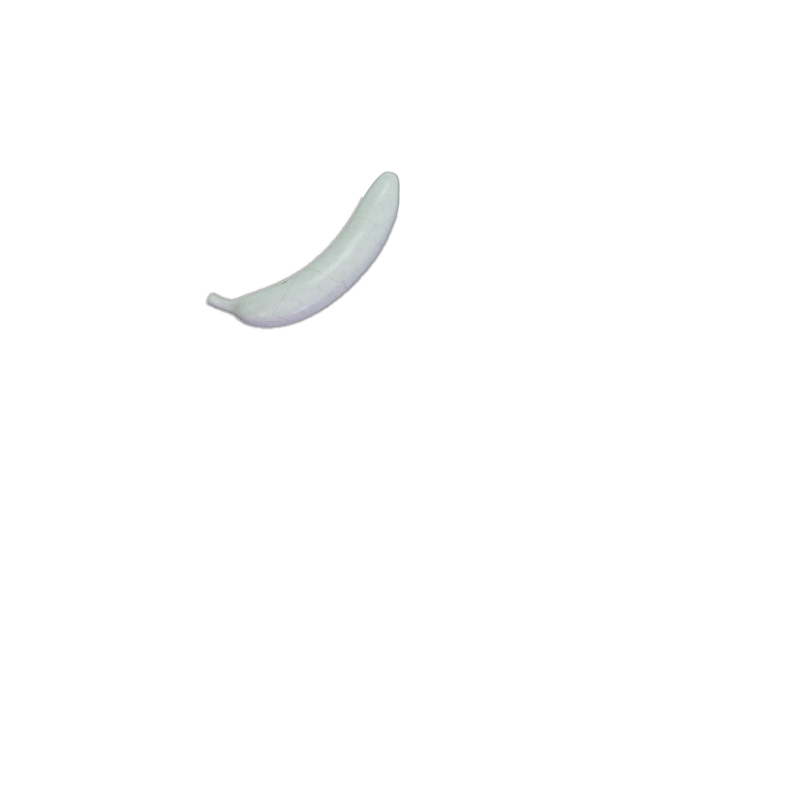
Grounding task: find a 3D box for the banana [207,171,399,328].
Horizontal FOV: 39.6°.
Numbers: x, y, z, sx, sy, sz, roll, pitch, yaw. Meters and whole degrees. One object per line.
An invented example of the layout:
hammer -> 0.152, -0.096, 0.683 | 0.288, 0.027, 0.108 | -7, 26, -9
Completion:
banana -> -0.066, -0.118, 0.939 | 0.198, 0.072, 0.035 | -36, -11, -10
